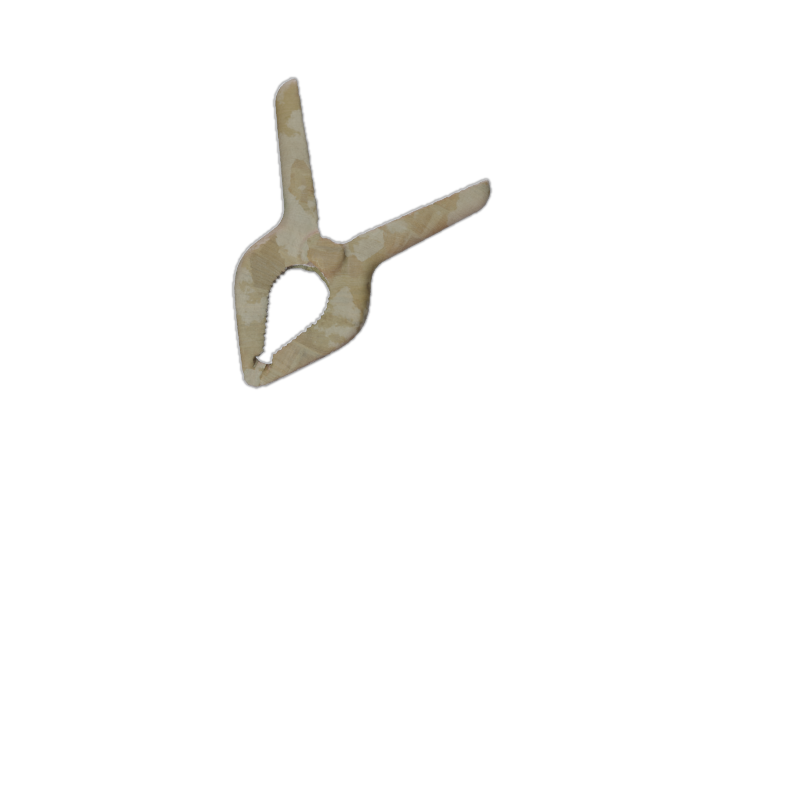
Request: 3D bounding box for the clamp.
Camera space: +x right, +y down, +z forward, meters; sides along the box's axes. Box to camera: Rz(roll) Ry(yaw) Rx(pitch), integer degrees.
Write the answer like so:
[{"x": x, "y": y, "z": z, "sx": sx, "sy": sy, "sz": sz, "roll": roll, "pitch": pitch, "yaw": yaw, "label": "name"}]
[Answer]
[{"x": -0.060, "y": -0.109, "z": 0.760, "sx": 0.167, "sy": 0.212, "sz": 0.036, "roll": 34, "pitch": -8, "yaw": 5, "label": "clamp"}]
